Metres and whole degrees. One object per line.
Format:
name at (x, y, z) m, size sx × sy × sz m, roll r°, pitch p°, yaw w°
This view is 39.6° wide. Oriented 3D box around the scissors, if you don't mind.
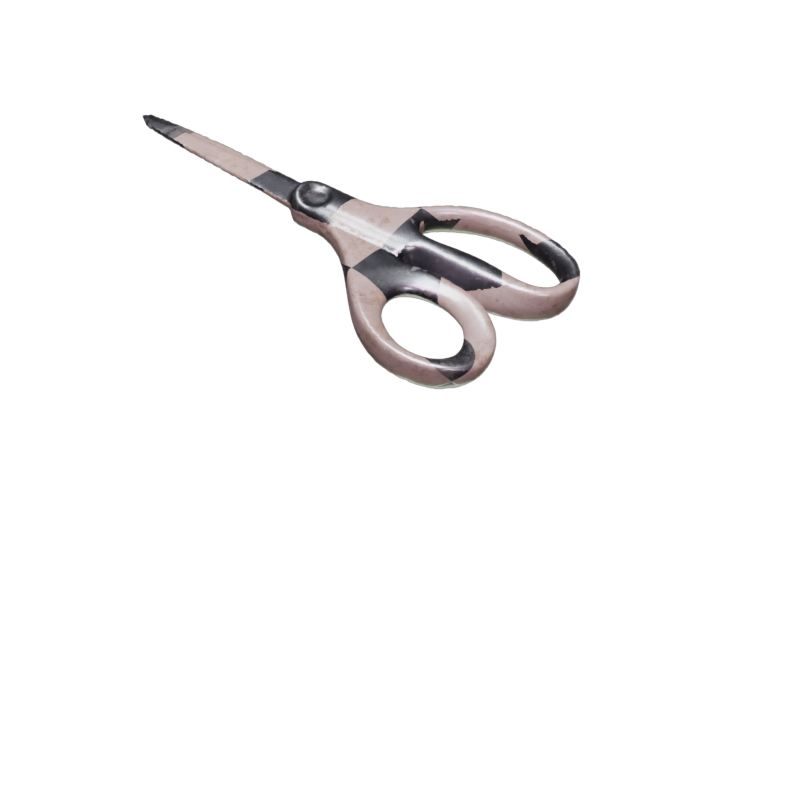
scissors at (-0.034, -0.062, 0.433) m, size 0.208 × 0.015 × 0.100 m, roll 17°, pitch 49°, yaw 16°
